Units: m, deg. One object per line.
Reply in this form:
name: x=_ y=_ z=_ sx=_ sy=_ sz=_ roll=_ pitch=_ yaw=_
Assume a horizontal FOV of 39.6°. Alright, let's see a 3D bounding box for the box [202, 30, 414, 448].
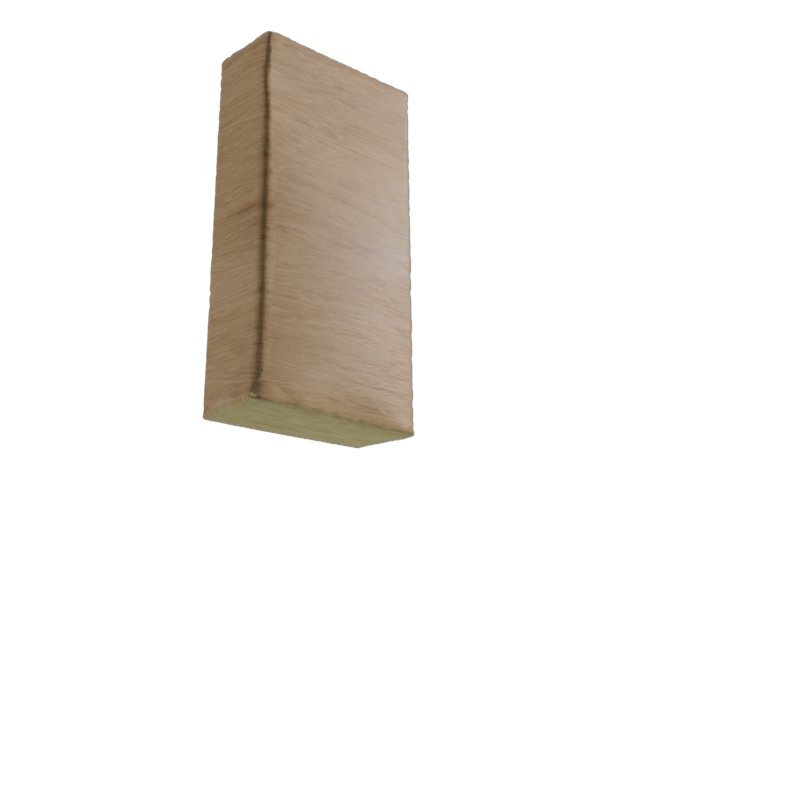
box: x=-0.040 y=-0.073 z=0.516 sx=0.088 sy=0.185 sz=0.048 roll=17 pitch=-28 yaw=-38
